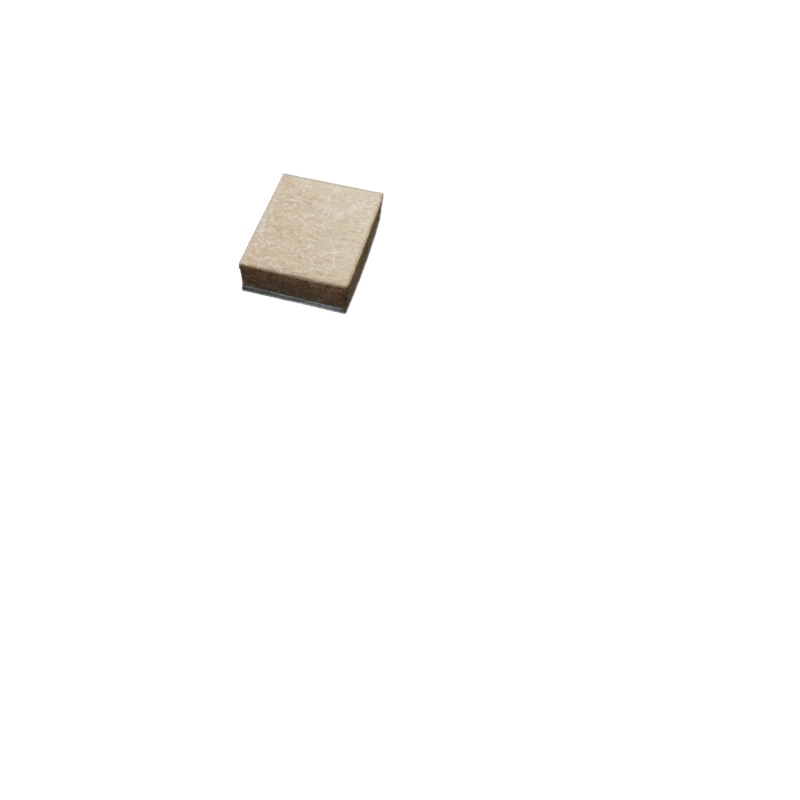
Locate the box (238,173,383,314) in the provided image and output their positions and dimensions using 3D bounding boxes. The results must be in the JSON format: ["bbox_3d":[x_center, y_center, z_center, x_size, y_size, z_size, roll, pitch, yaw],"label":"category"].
[{"bbox_3d":[-0.071,-0.129,0.905,0.092,0.119,0.036,12,-40,10],"label":"box"}]
